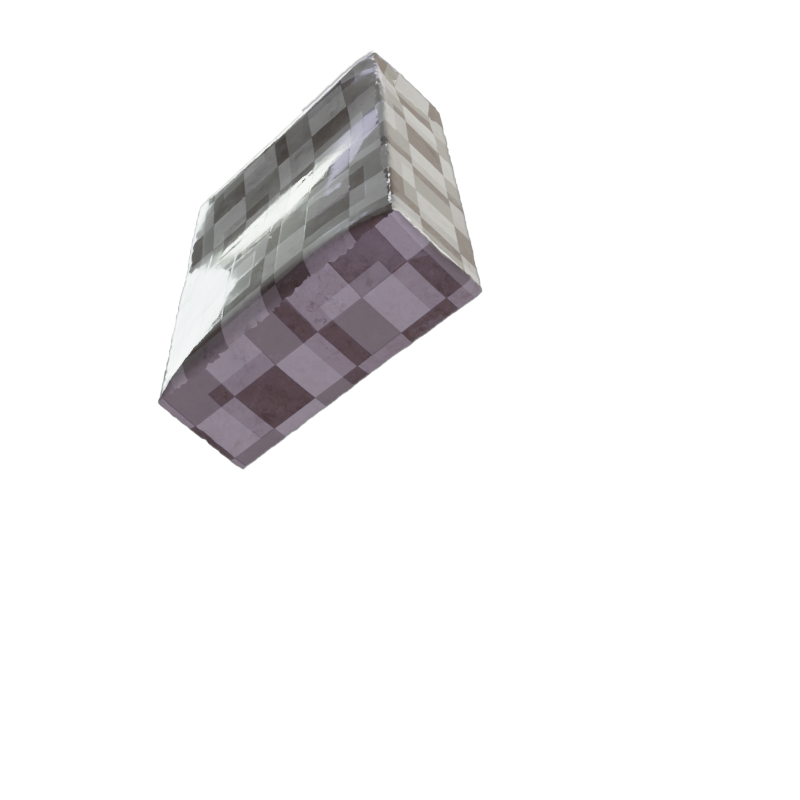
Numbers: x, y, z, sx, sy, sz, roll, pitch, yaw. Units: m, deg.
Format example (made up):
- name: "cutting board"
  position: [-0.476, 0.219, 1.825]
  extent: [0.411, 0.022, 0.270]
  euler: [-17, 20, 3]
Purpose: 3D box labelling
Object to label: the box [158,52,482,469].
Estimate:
- name: "box"
  position: [-0.049, -0.090, 0.629]
  extent: [0.163, 0.068, 0.228]
  euler: [-37, 30, 20]
